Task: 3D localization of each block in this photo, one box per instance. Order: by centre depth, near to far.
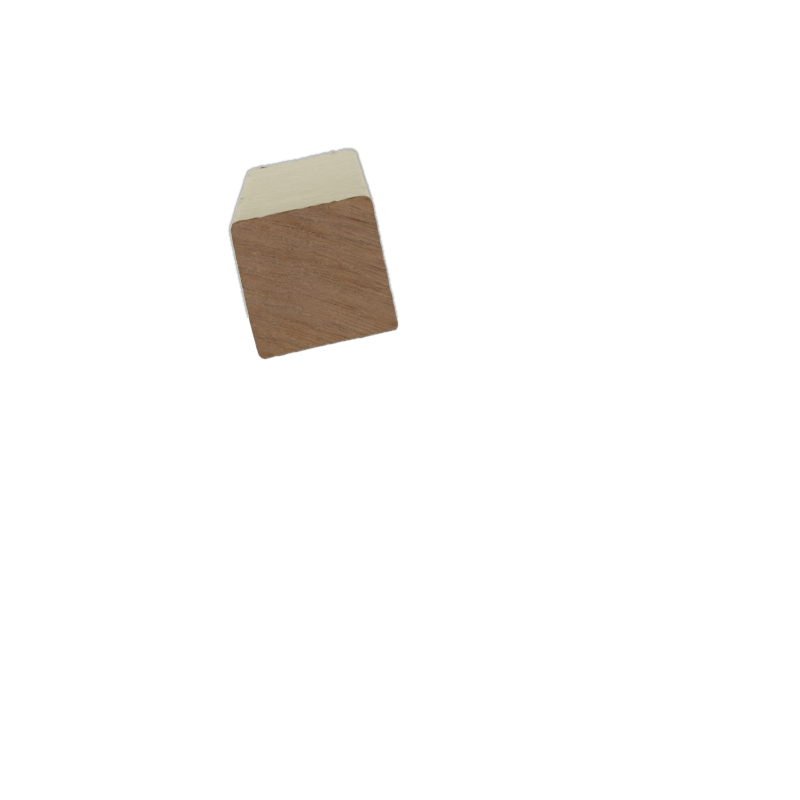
[{"bbox_3d":[-0.061,-0.111,0.775,0.091,0.087,0.214,-12,19,0],"label":"block"}]
